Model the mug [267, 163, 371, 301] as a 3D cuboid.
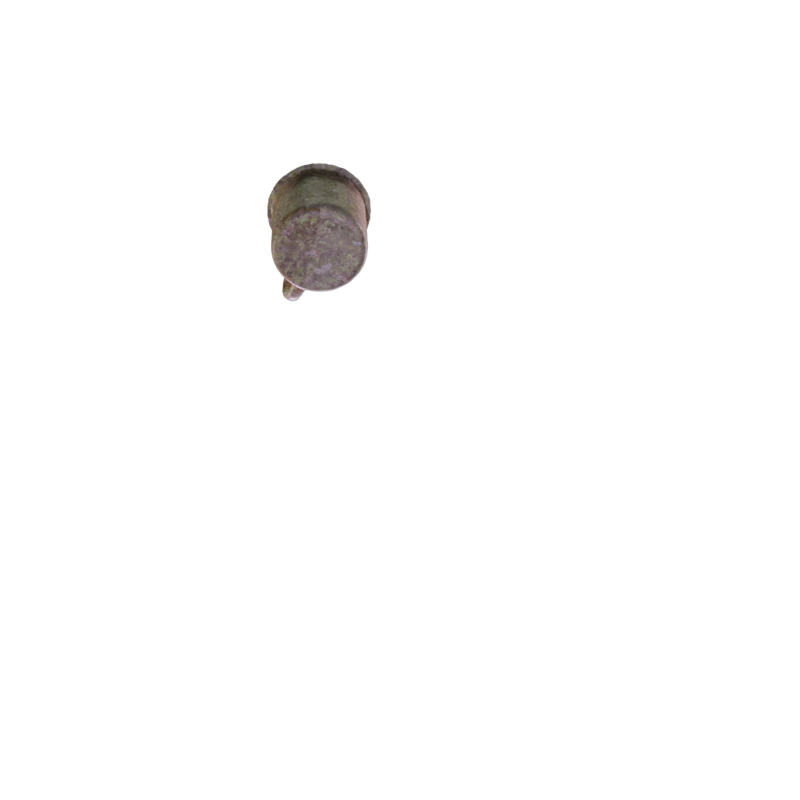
[{"bbox_3d":[-0.075,-0.137,0.960,0.091,0.113,0.087,23,27,-15],"label":"mug"}]
